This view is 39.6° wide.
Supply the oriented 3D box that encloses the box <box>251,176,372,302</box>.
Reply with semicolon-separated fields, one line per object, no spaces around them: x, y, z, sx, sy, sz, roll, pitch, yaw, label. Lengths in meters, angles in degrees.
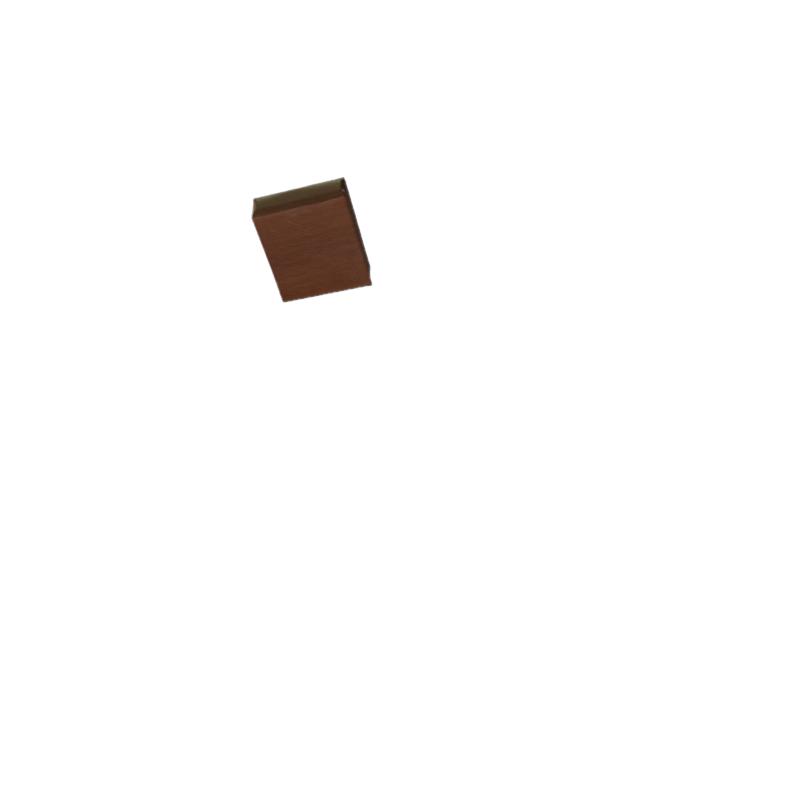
-0.067;-0.122;0.853;0.073;0.083;0.032;-12;38;8;box
